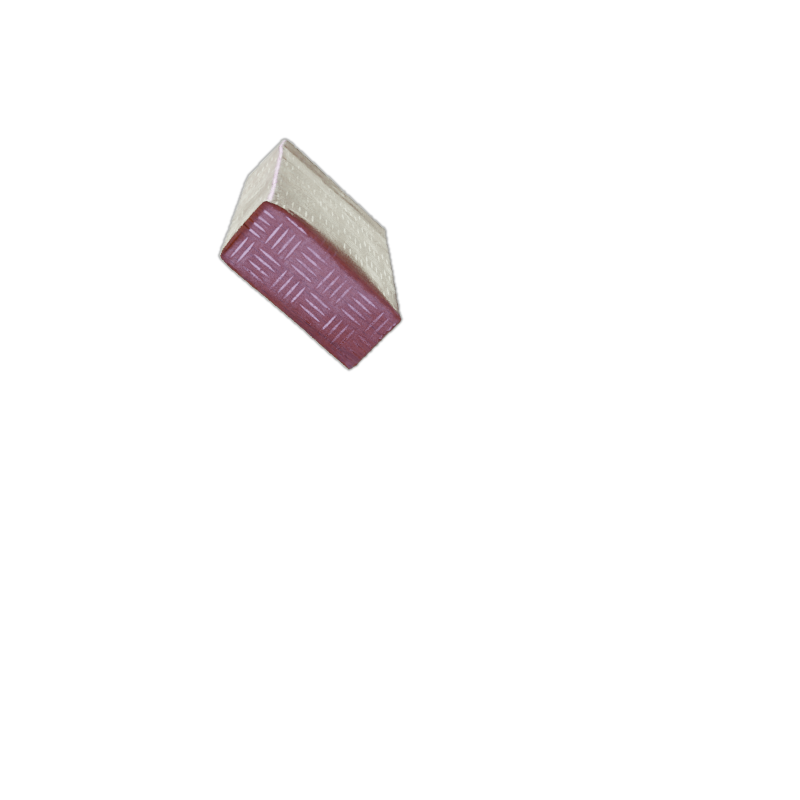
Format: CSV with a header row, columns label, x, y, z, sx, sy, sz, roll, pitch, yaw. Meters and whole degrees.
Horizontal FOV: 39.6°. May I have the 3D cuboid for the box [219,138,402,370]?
label,x,y,z,sx,sy,sz,roll,pitch,yaw
box,-0.050,-0.090,0.634,0.090,0.048,0.184,41,12,-15
